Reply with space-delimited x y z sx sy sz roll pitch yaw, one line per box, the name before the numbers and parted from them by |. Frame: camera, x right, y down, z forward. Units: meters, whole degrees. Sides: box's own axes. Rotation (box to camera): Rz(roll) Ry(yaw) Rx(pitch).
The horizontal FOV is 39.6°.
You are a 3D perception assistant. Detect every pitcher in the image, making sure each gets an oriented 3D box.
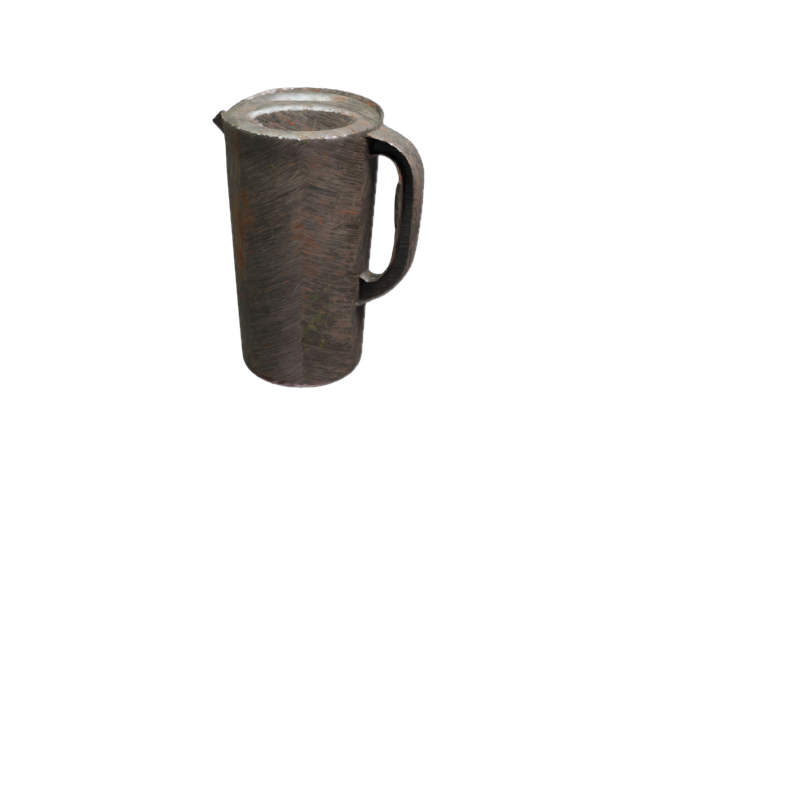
pitcher | -0.074 -0.134 0.942 0.142 0.230 0.160 -9 30 -19
